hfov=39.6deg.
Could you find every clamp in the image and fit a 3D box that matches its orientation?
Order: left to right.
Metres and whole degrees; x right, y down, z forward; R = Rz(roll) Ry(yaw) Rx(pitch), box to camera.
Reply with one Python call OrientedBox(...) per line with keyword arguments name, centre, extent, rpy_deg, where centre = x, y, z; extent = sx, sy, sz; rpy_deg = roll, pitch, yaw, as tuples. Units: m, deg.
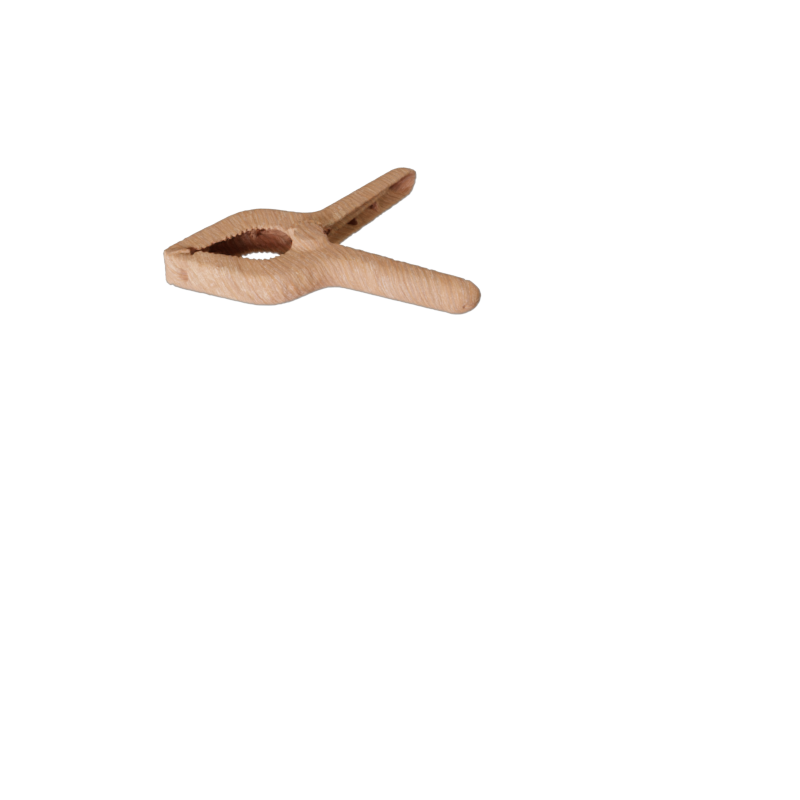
OrientedBox(name="clamp", centre=(-0.062, -0.113, 0.789), extent=(0.209, 0.034, 0.177), rpy_deg=(-4, 40, -5))
